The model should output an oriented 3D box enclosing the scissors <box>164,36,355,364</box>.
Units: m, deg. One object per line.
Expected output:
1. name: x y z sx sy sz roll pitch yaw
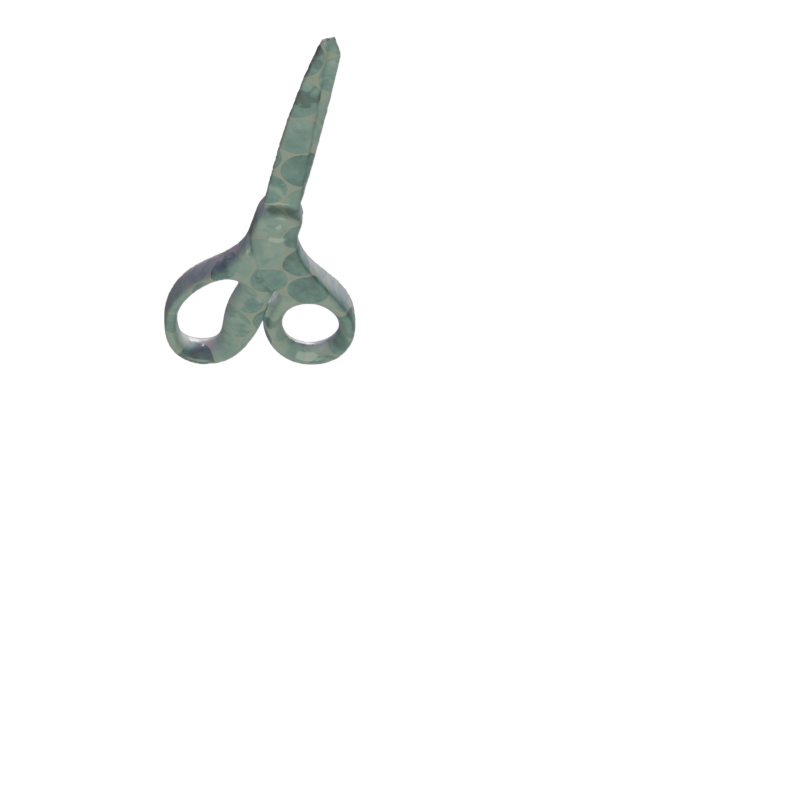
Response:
1. scissors: -0.036 -0.066 0.464 0.092 0.017 0.197 18 -38 -25
